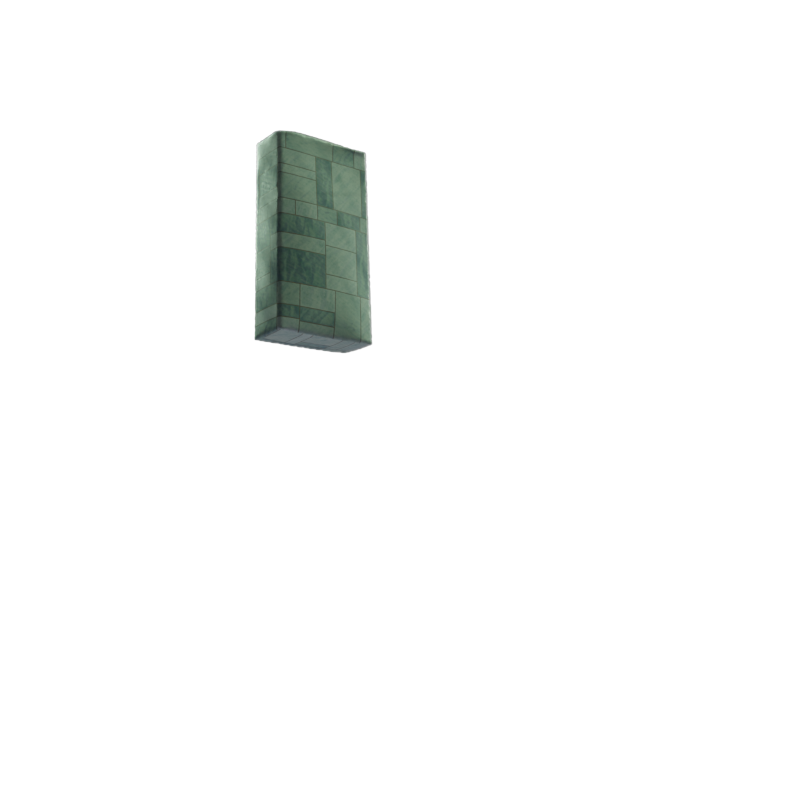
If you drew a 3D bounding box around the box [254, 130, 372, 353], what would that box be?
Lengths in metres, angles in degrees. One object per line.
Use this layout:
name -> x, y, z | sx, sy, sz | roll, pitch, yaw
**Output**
box -> -0.072, -0.132, 0.925 | 0.089, 0.184, 0.048 | 11, -21, -33
